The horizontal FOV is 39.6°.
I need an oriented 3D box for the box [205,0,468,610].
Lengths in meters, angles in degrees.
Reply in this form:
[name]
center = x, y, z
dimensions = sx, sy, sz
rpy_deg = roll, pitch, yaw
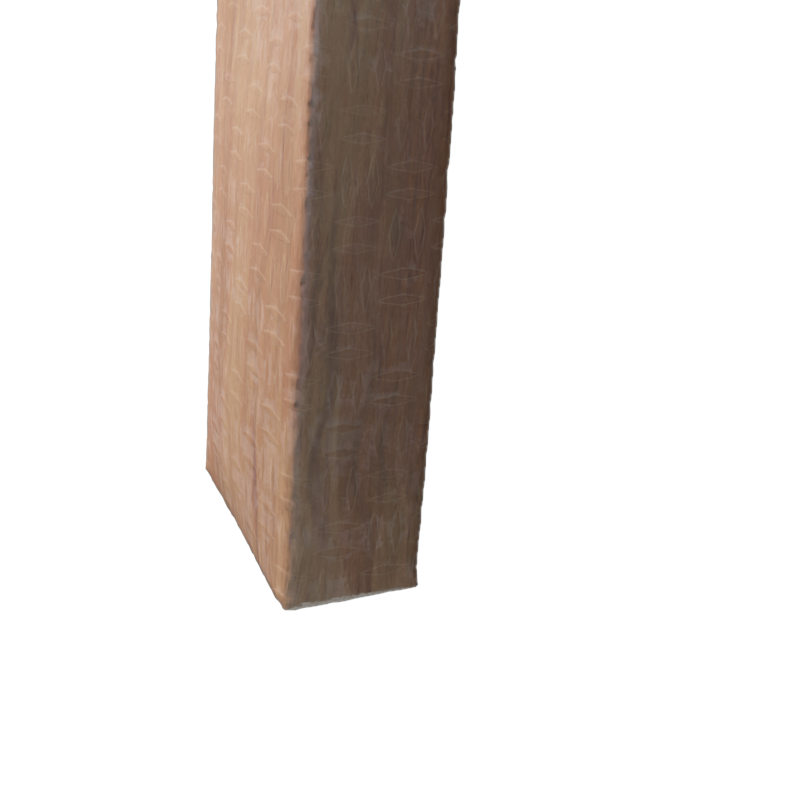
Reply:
[box]
center = -0.025, -0.045, 0.313
dimensions = 0.047, 0.170, 0.099
rpy_deg = -5, 17, -22
